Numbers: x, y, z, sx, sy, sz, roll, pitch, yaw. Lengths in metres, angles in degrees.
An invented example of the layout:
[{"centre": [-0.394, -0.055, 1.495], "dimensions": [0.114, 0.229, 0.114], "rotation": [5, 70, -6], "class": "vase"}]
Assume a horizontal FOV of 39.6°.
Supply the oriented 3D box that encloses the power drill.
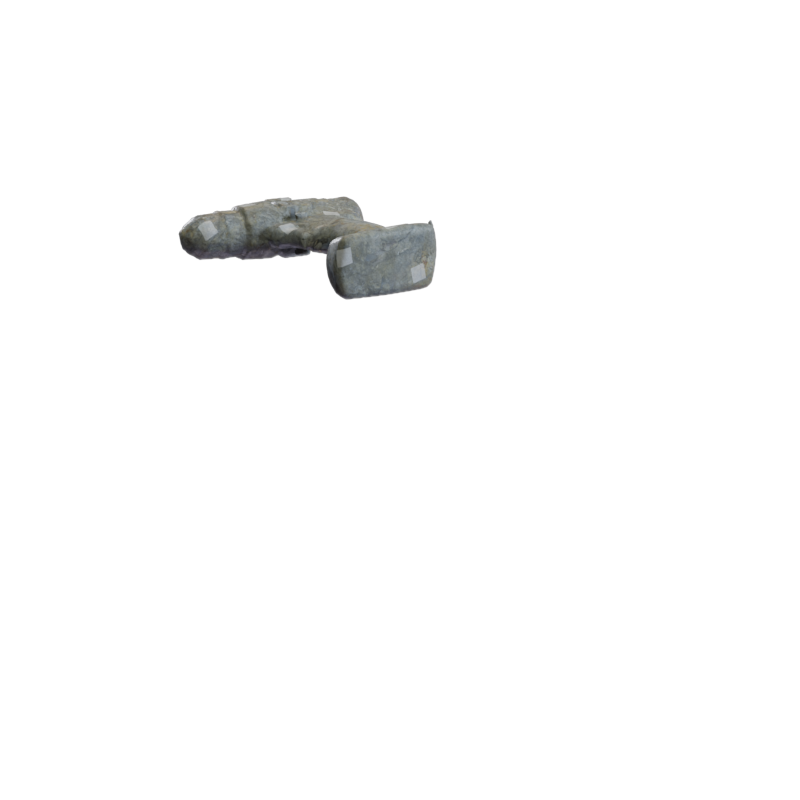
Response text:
[{"centre": [-0.075, -0.137, 0.959], "dimensions": [0.180, 0.055, 0.200], "rotation": [-14, 26, -32], "class": "power drill"}]
